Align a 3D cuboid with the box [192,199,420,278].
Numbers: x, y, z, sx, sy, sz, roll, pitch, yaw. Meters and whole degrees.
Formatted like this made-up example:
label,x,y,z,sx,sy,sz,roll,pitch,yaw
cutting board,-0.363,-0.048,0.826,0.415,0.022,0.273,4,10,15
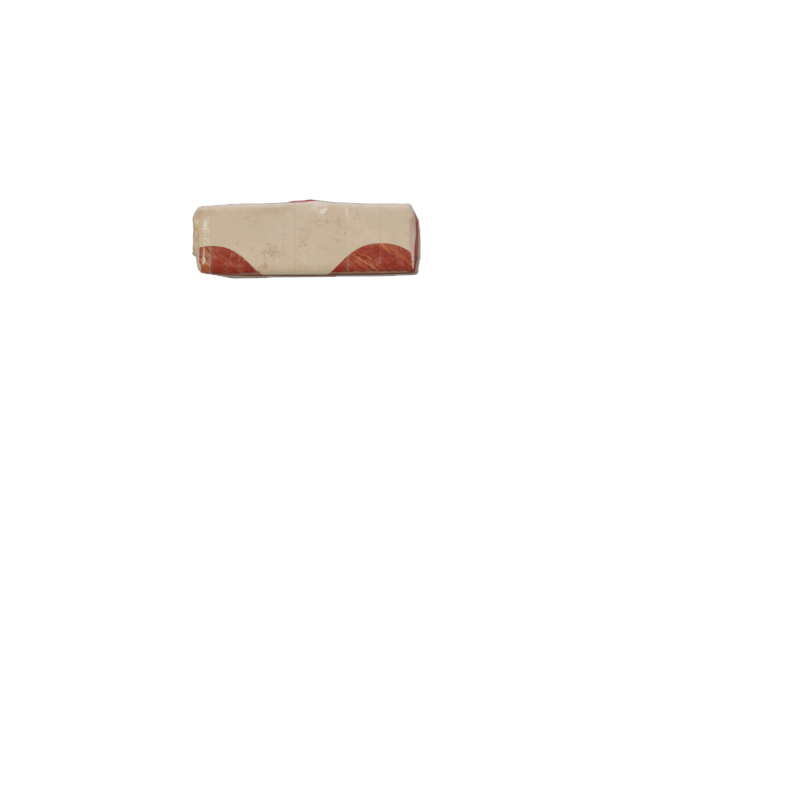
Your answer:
label,x,y,z,sx,sy,sz,roll,pitch,yaw
box,-0.037,-0.067,0.471,0.090,0.030,0.073,0,4,6
